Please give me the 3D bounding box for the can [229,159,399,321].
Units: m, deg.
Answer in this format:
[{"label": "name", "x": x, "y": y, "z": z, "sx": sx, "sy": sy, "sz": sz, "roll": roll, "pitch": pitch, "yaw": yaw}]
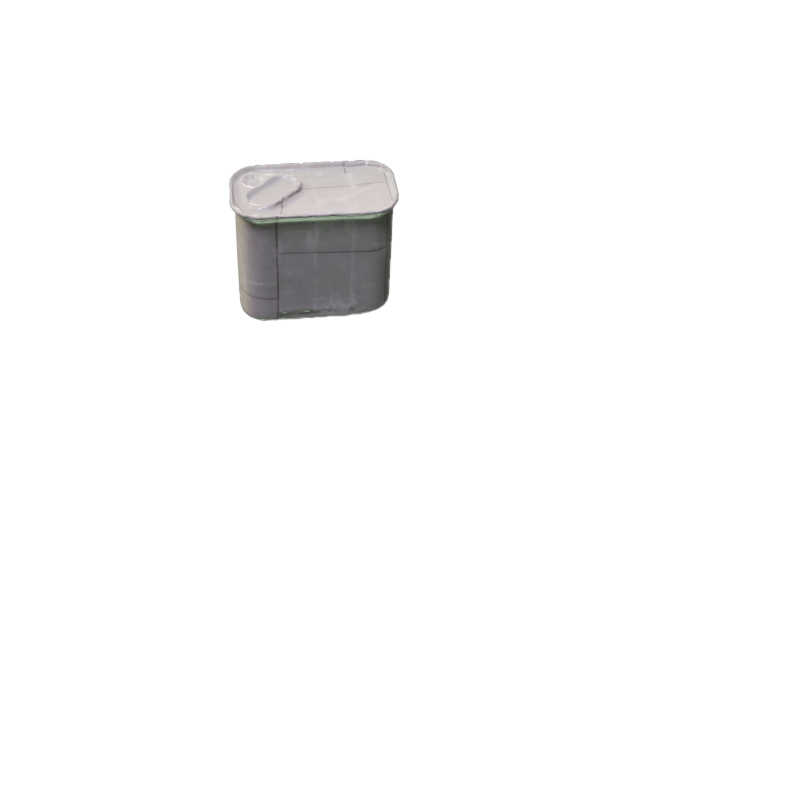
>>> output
[{"label": "can", "x": -0.055, "y": -0.099, "z": 0.696, "sx": 0.101, "sy": 0.078, "sz": 0.062, "roll": -3, "pitch": 41, "yaw": -5}]
